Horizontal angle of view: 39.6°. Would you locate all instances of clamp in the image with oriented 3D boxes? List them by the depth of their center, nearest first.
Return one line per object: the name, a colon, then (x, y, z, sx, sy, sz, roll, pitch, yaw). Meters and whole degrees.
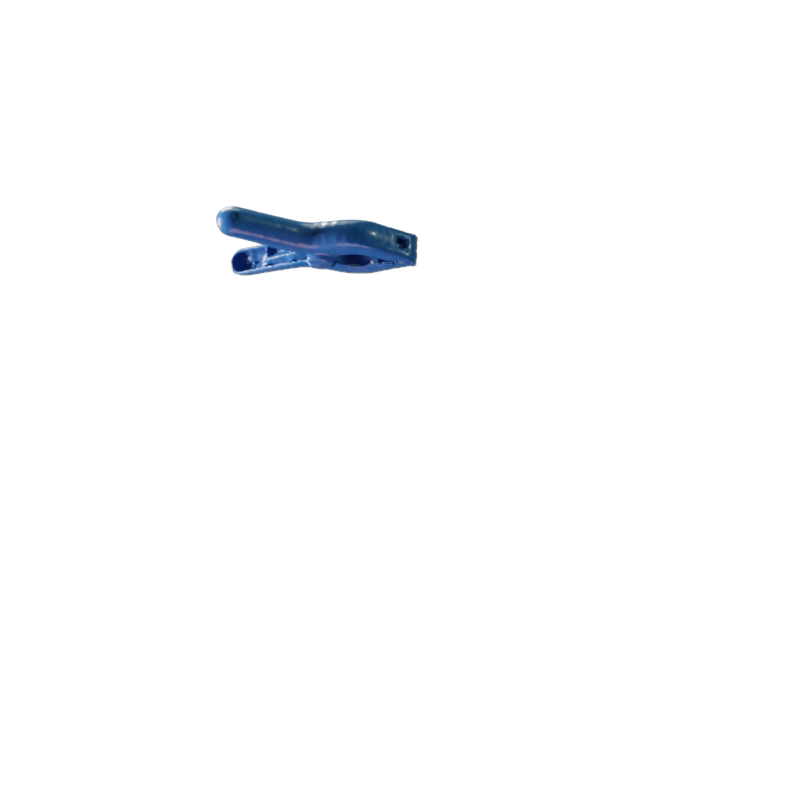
clamp: (-0.073, -0.134, 0.936, 0.173, 0.040, 0.115, -1, -8, 10)
